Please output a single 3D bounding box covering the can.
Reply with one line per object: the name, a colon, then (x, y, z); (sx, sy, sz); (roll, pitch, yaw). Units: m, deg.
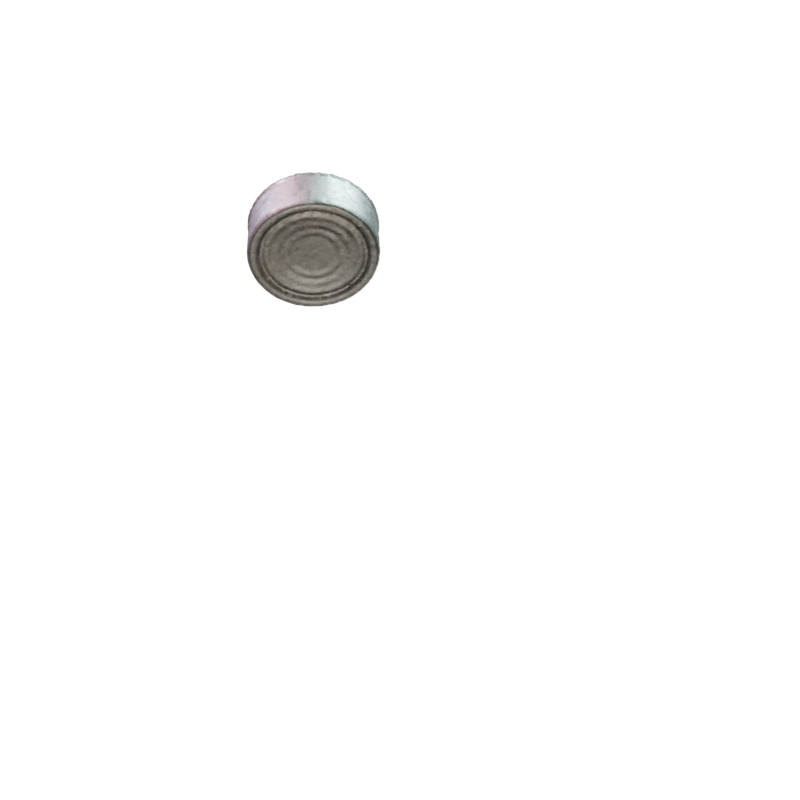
can: (-0.056, -0.101, 0.709); (0.086, 0.080, 0.036); (1, 41, -1)
